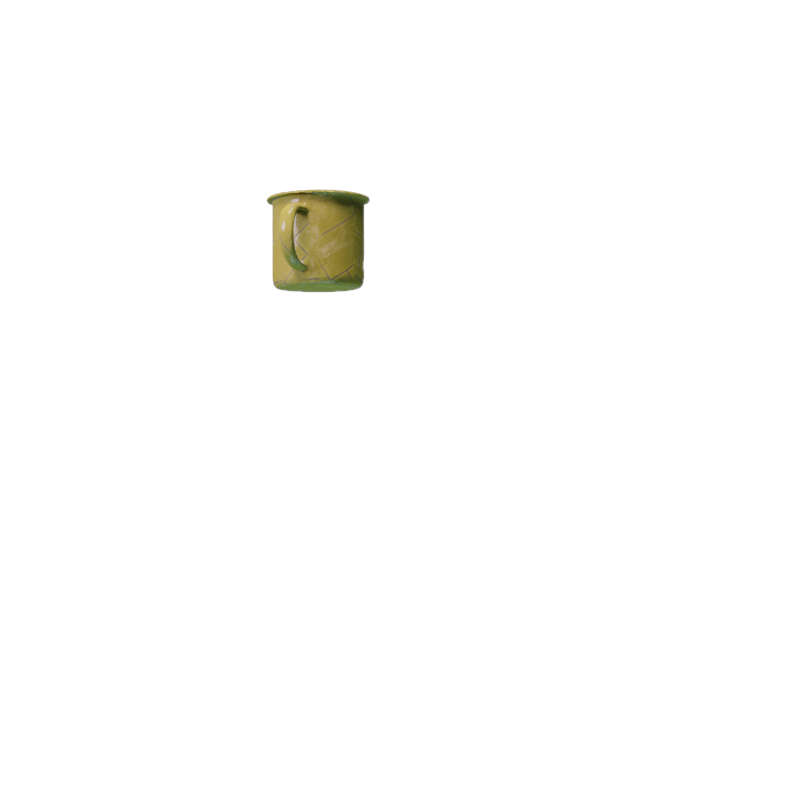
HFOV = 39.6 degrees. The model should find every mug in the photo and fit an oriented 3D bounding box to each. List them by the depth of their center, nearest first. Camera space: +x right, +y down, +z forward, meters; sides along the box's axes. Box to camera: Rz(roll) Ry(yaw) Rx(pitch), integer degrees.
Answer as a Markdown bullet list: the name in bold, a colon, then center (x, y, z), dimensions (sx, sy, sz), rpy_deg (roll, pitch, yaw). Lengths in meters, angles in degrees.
- **mug**: center (-0.077, -0.140, 0.981), dimensions (0.095, 0.083, 0.113), rpy_deg (-1, -3, 18)
